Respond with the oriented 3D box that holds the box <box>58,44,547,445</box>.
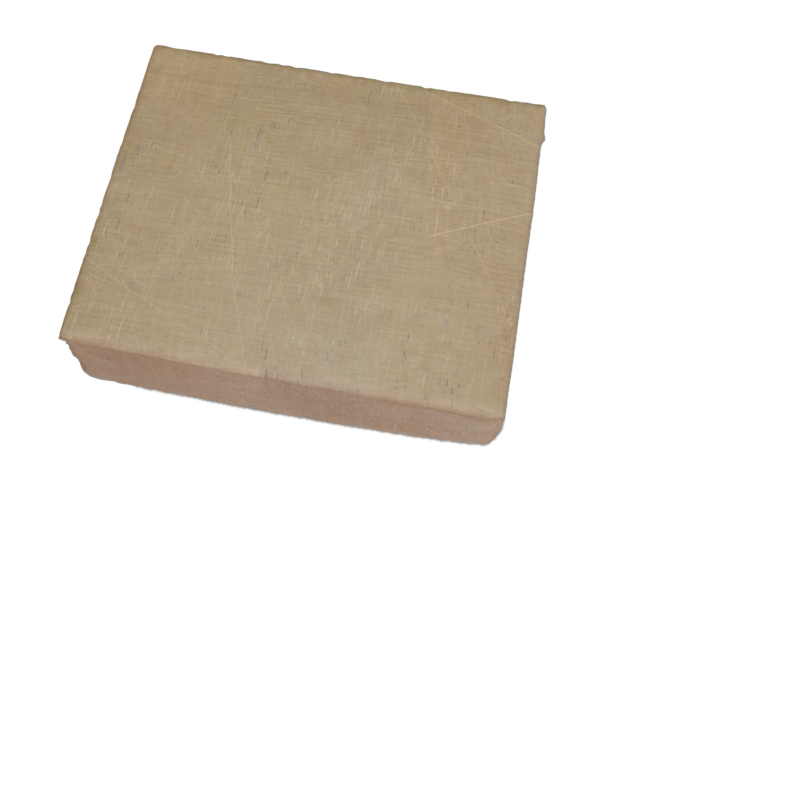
[{"bbox_3d":[-0.023,-0.042,0.297,0.114,0.094,0.037,10,-23,4],"label":"box"}]
